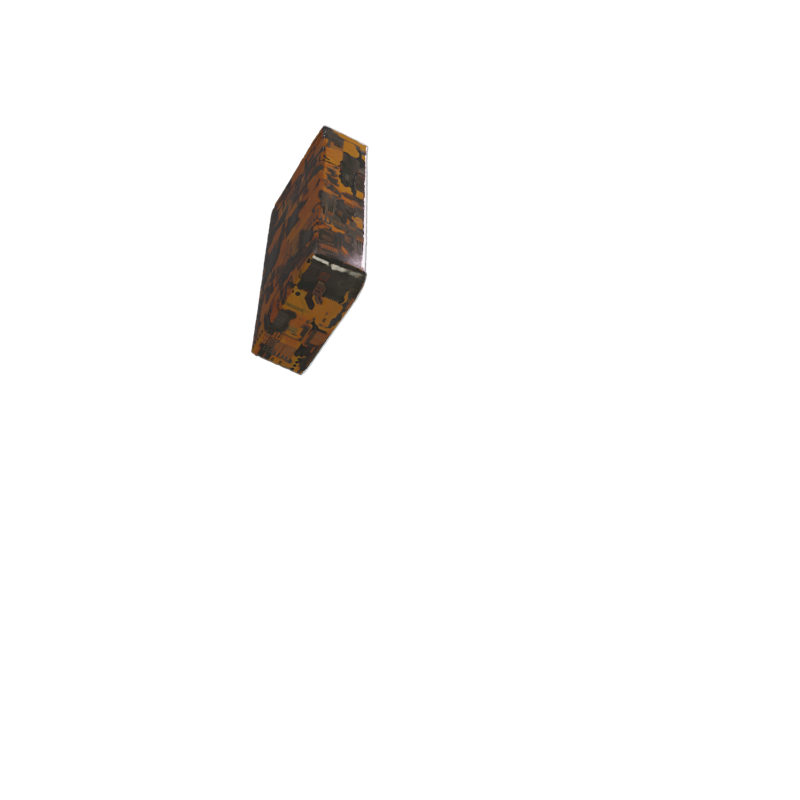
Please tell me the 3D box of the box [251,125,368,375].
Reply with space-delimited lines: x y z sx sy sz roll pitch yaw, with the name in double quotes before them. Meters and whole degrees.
"box" -0.061 -0.111 0.778 0.046 0.090 0.189 23 33 -21
